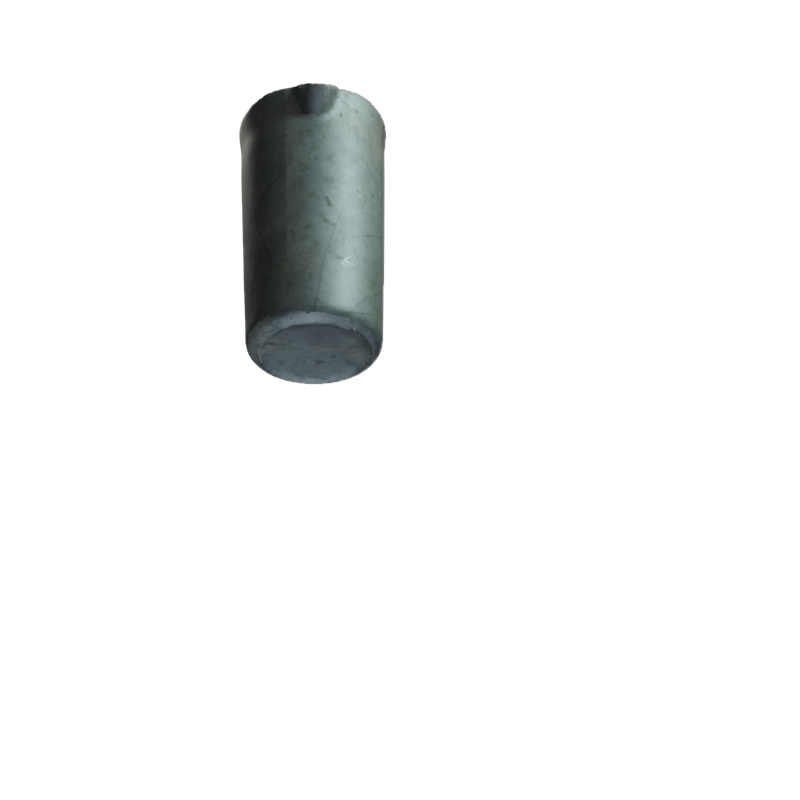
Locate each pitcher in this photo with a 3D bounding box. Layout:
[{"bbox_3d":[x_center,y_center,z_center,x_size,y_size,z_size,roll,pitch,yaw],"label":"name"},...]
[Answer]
[{"bbox_3d":[-0.074,-0.135,0.944,0.145,0.260,0.139,-26,-41,29],"label":"pitcher"}]
